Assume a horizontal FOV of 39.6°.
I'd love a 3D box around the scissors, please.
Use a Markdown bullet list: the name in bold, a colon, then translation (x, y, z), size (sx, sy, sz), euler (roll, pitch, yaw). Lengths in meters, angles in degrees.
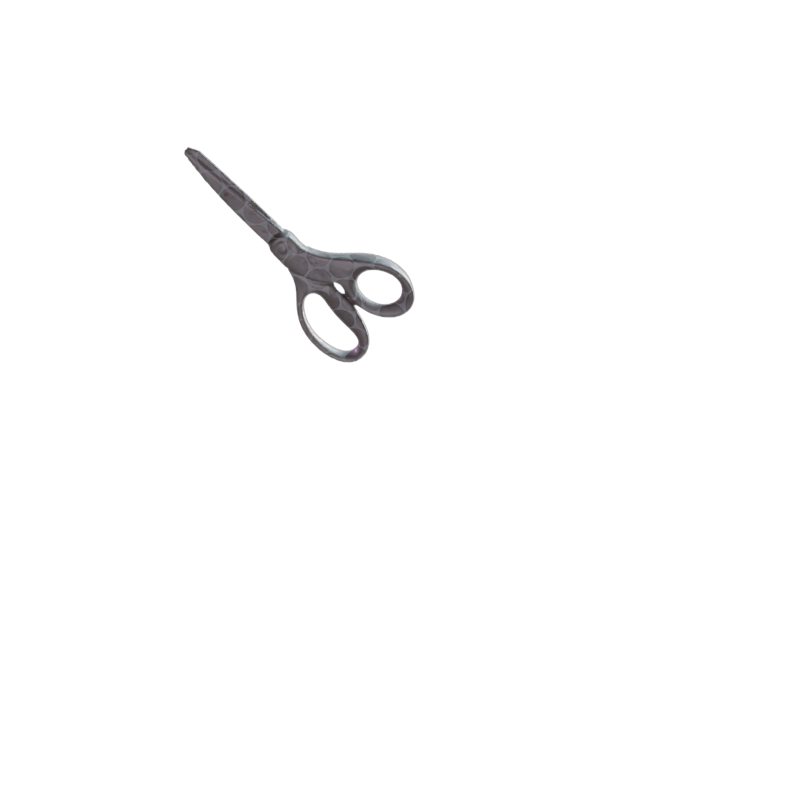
- **scissors**: translation (-0.061, -0.111, 0.777), size (0.096, 0.189, 0.017), euler (-23, 27, 12)
